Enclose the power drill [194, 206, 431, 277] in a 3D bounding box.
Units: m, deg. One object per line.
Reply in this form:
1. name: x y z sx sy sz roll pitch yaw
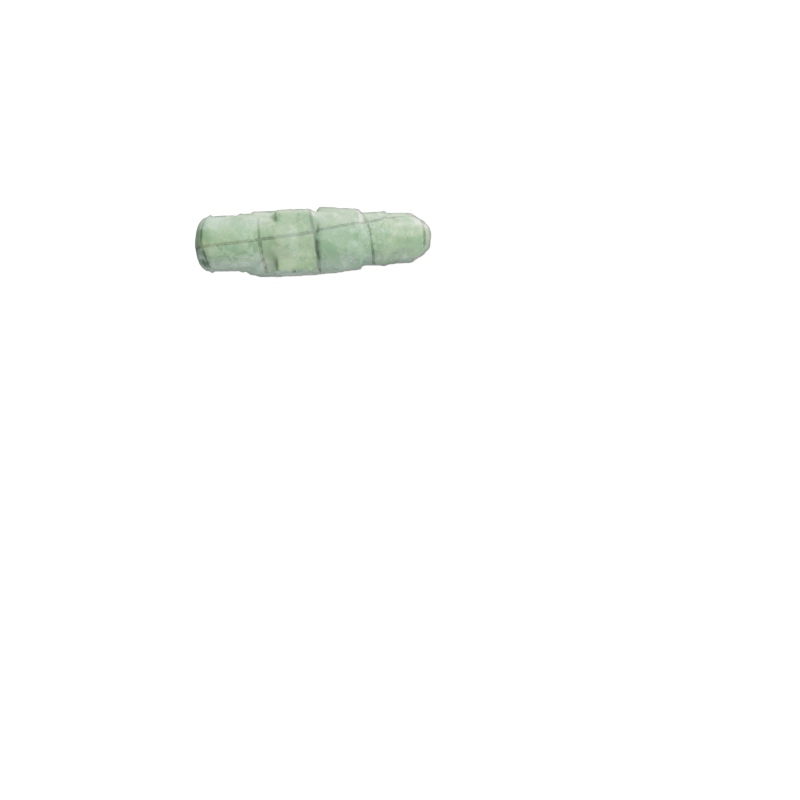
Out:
1. power drill: -0.073 -0.134 0.937 0.184 0.057 0.188 0 5 -2
